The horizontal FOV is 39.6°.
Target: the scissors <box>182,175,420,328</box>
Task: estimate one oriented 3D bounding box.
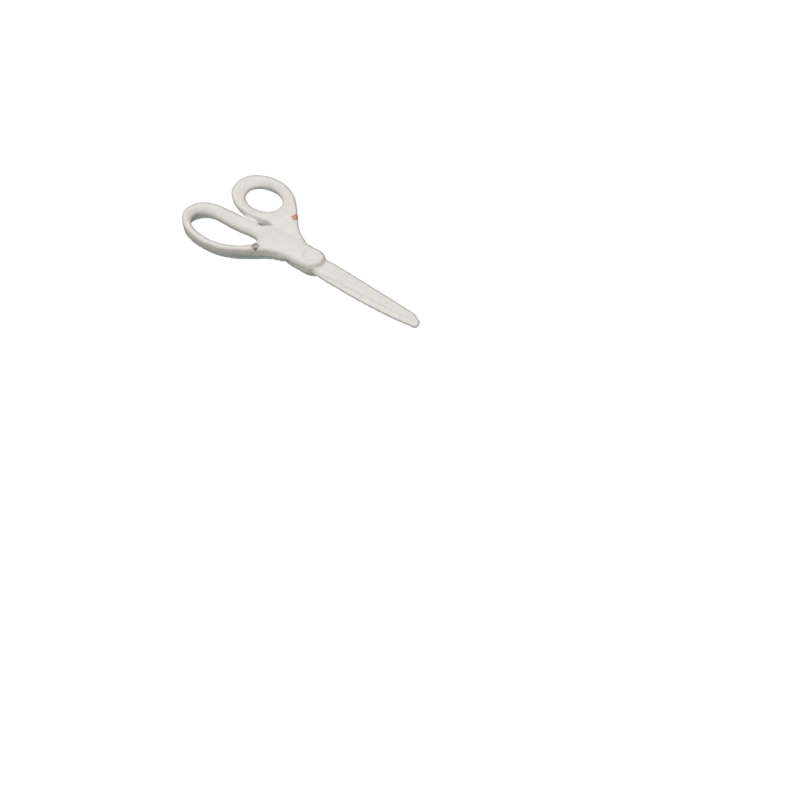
[{"bbox_3d":[-0.064,-0.117,0.822,0.208,0.100,0.015,19,-40,16],"label":"scissors"}]
